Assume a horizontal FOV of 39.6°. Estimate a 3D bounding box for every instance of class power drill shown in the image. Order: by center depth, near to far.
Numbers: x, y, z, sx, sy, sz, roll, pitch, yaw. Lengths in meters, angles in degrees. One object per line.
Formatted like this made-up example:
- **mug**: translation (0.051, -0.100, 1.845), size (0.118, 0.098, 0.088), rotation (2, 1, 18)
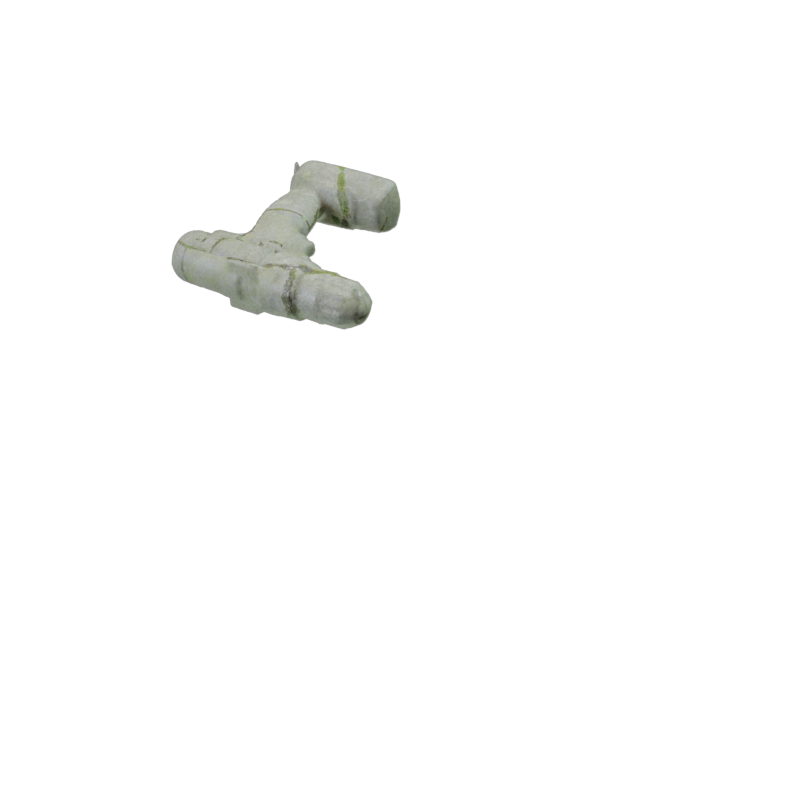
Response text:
- **power drill**: translation (-0.075, -0.136, 0.953), size (0.193, 0.054, 0.191), rotation (19, 40, 24)
